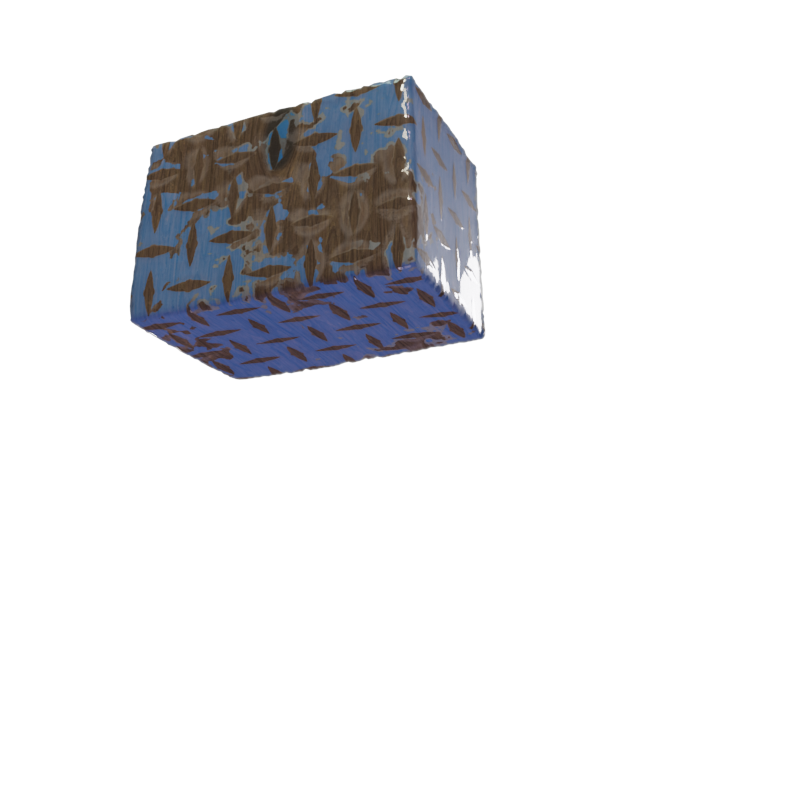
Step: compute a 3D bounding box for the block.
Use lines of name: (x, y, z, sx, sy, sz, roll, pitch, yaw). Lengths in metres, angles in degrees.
block: (-0.023, -0.042, 0.291, 0.079, 0.054, 0.049, -10, -24, 22)
